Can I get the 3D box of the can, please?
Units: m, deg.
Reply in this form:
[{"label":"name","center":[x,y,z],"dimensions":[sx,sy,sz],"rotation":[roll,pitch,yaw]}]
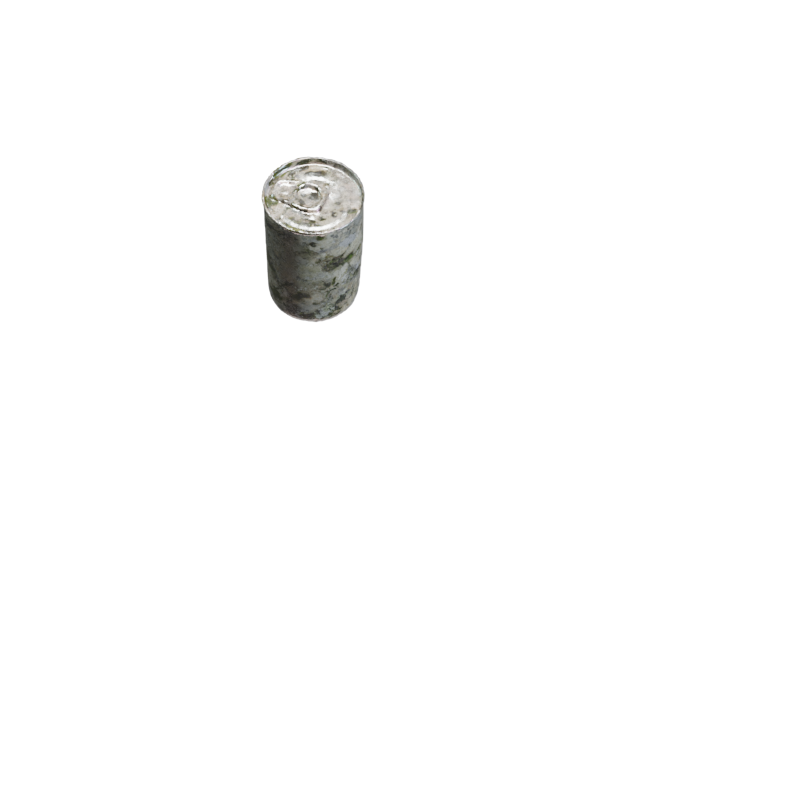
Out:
[{"label":"can","center":[-0.060,-0.110,0.769],"dimensions":[0.068,0.073,0.096],"rotation":[0,-34,-3]}]
